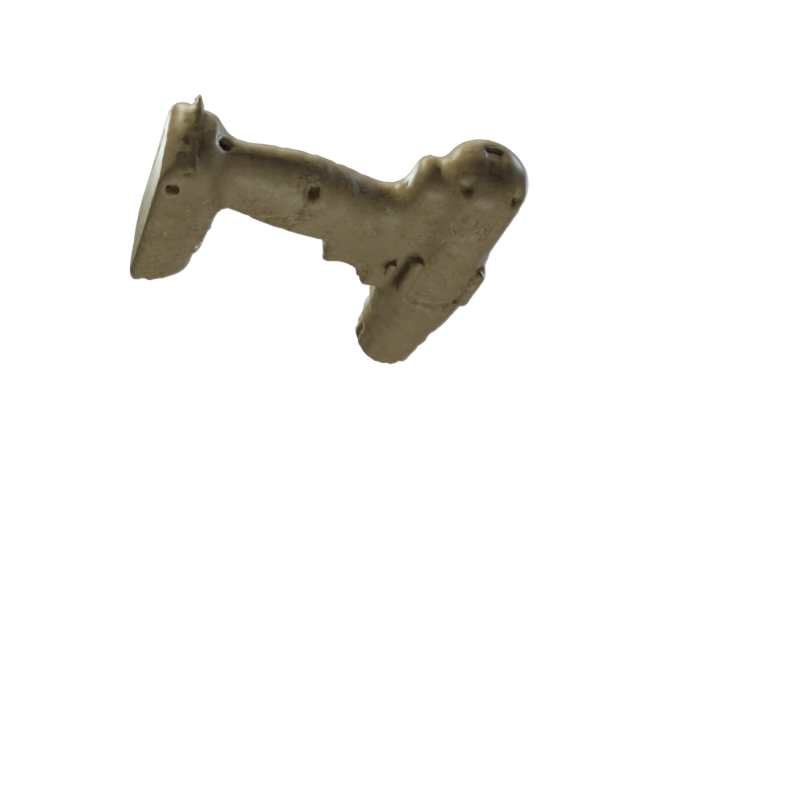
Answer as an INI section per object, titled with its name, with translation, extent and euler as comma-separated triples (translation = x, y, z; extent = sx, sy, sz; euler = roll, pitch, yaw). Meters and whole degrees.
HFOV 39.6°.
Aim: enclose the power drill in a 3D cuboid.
[power drill]
translation = -0.047, -0.086, 0.601
extent = 0.183, 0.061, 0.177
euler = 10, -34, -15
